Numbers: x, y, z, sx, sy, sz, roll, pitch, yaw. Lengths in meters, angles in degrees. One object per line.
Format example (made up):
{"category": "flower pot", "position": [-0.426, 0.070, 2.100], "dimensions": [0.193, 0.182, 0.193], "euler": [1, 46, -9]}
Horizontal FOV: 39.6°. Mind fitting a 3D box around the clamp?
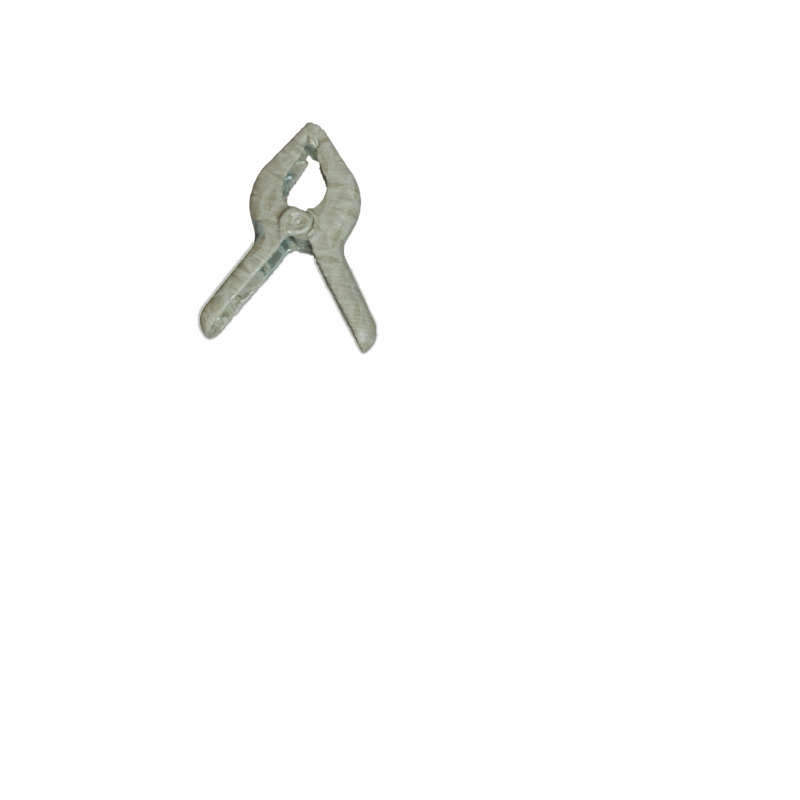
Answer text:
{"category": "clamp", "position": [-0.061, -0.111, 0.774], "dimensions": [0.121, 0.178, 0.037], "euler": [14, -18, 4]}
